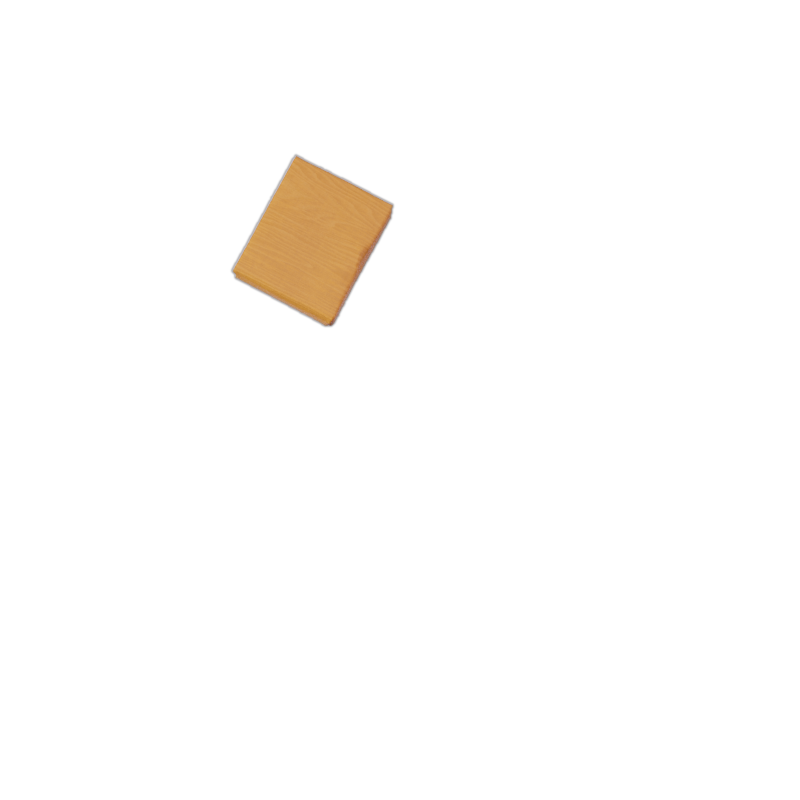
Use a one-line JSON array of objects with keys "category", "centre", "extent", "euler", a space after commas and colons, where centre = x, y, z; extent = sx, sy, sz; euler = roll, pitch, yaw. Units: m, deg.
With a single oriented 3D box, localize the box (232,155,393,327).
[{"category": "box", "centre": [-0.056, -0.103, 0.719], "extent": [0.074, 0.091, 0.029], "euler": [27, -13, 6]}]
